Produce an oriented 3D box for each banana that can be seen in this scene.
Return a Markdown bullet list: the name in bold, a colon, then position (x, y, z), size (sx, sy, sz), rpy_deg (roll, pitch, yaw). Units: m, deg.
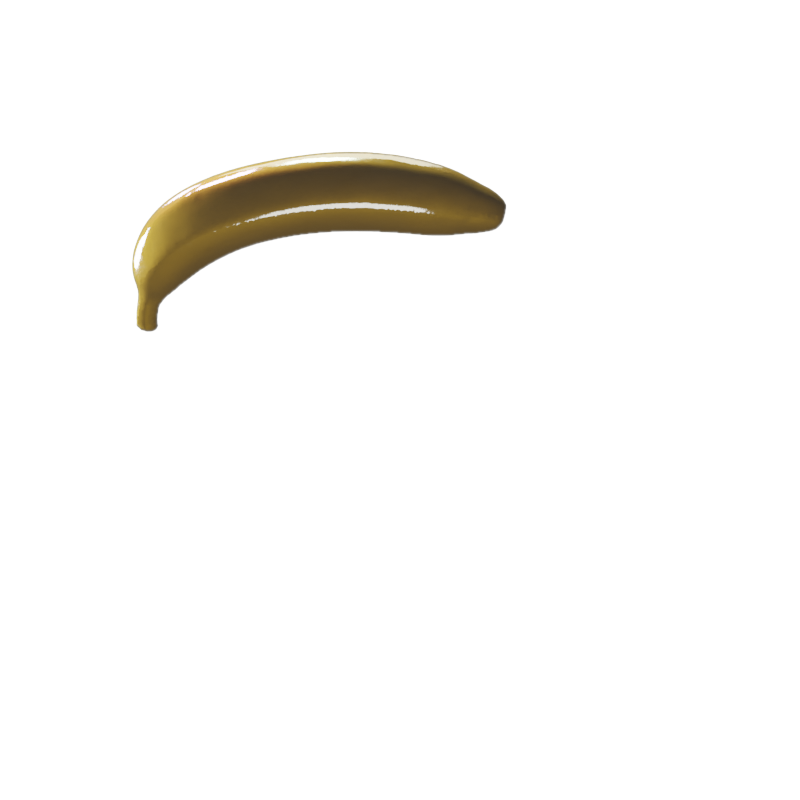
- **banana**: position (-0.052, -0.087, 0.535), size (0.200, 0.039, 0.064), rpy_deg (-13, -40, 16)
